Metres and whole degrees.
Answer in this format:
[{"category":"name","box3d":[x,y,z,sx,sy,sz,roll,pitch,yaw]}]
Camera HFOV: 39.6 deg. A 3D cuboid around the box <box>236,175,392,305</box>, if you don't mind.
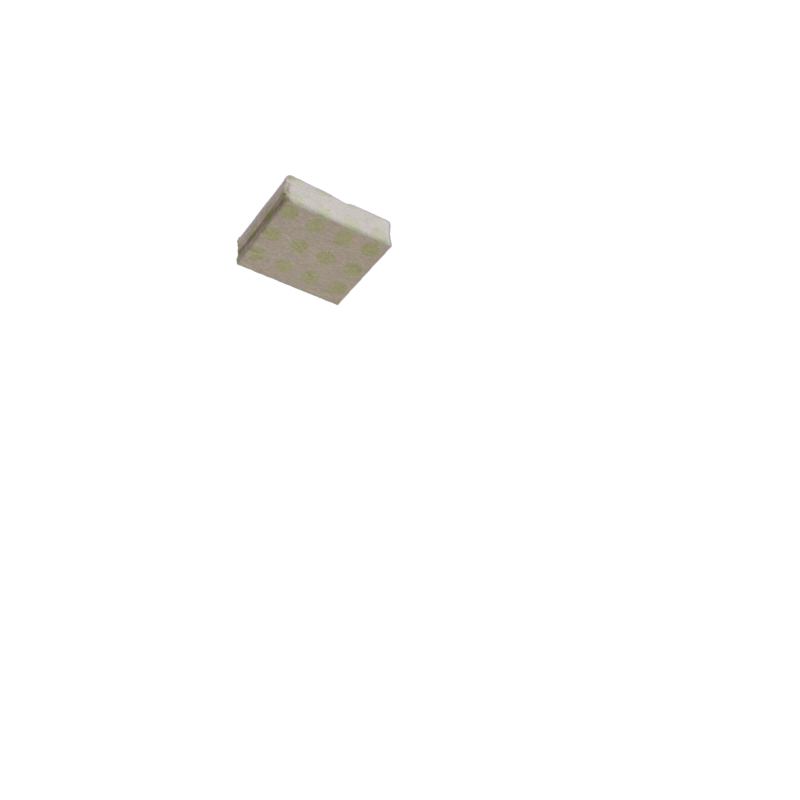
[{"category":"box","box3d":[-0.062,-0.114,0.796,0.085,0.032,0.071,23,-48,-23]}]
